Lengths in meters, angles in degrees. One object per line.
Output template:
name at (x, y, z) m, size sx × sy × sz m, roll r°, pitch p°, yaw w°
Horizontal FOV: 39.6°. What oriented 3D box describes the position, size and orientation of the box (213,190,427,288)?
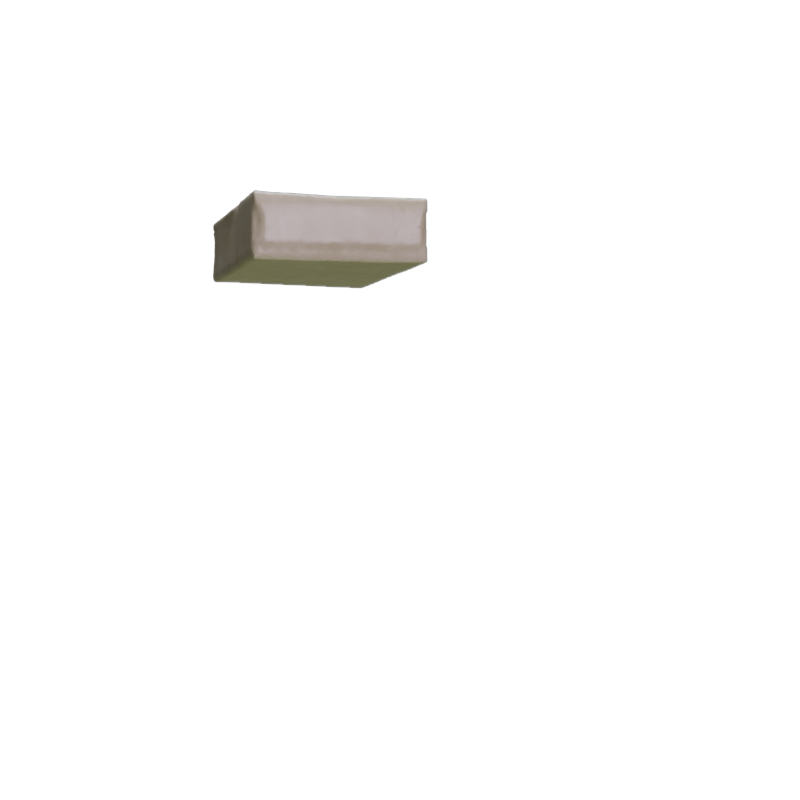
box at (-0.037, -0.068, 0.478) m, size 0.071 × 0.031 × 0.090 m, roll 0°, pitch -1°, yaw -18°
